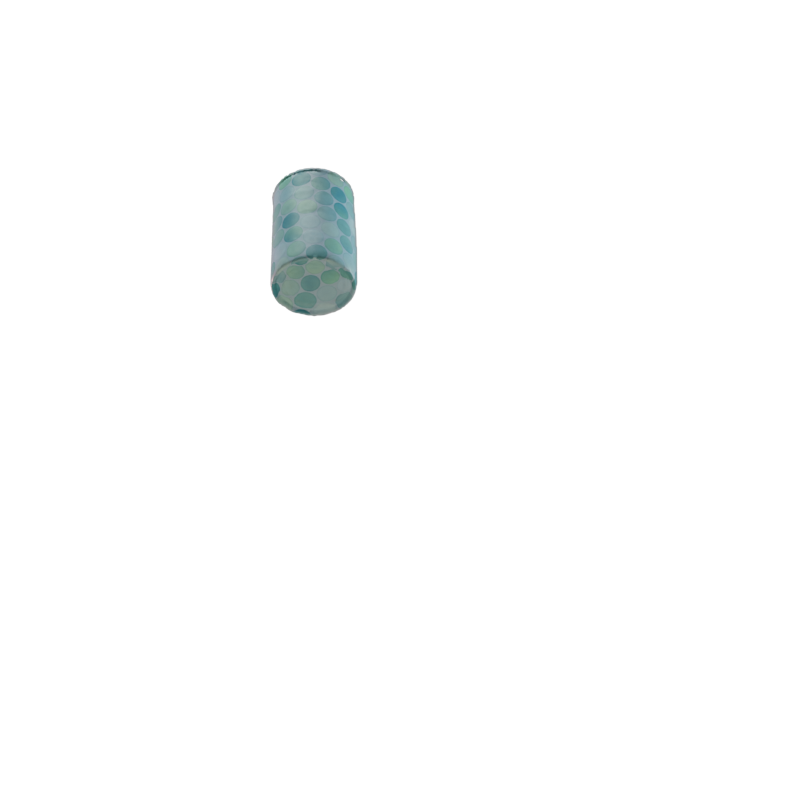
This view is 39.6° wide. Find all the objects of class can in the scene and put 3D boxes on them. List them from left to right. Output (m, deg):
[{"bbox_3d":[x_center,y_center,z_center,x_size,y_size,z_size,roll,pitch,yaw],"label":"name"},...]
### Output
[{"bbox_3d":[-0.069,-0.126,0.880,0.068,0.110,0.064,-1,-42,-3],"label":"can"}]
